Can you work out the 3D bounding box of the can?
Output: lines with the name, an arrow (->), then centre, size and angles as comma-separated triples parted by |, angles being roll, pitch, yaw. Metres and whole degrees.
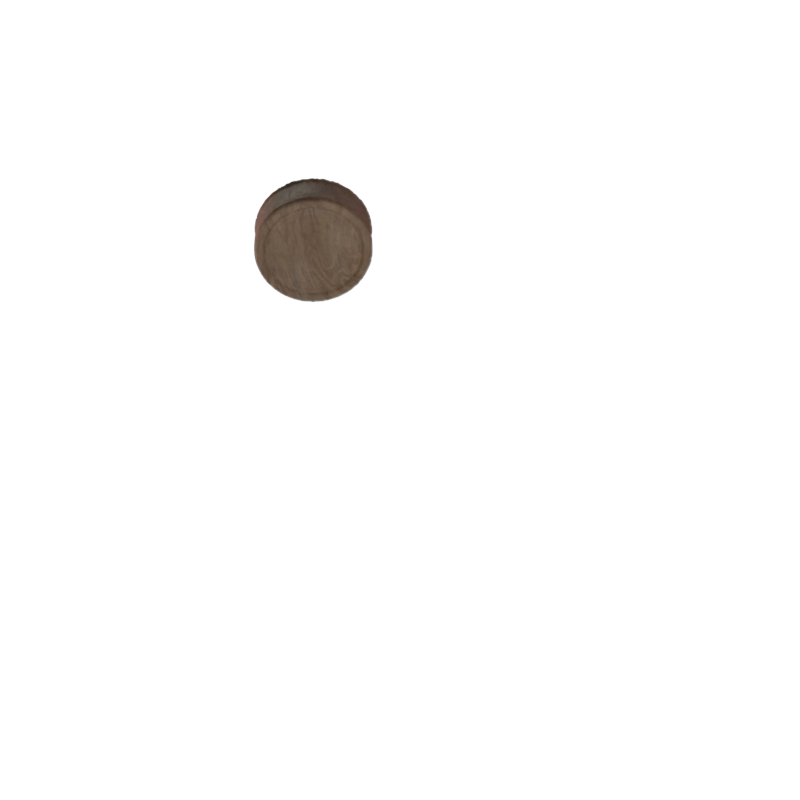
can -> -0.062, -0.113, 0.795 | 0.086, 0.081, 0.036 | 1, 32, -1
